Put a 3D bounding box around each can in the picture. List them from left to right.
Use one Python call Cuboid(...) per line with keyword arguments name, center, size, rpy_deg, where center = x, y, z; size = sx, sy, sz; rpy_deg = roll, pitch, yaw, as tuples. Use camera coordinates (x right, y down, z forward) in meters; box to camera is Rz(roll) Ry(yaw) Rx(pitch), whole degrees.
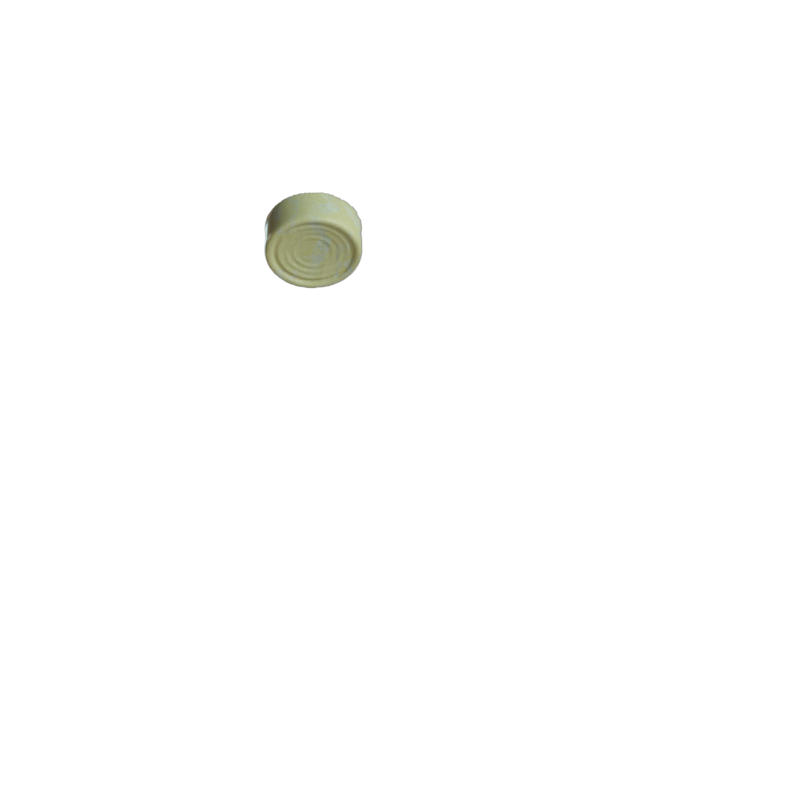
Cuboid(name="can", center=(-0.075, -0.137, 0.960), size=(0.086, 0.036, 0.080), rpy_deg=(1, -43, -1))
